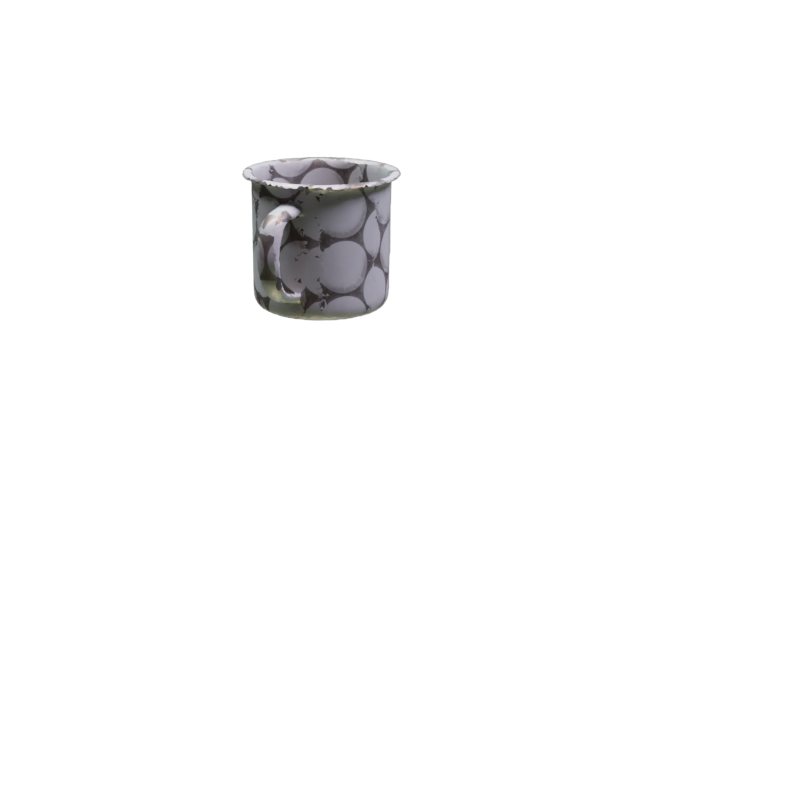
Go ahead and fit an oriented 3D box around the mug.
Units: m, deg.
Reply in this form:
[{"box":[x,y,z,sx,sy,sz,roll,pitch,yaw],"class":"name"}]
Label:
[{"box":[-0.051,-0.093,0.650,0.096,0.078,0.118,7,21,19],"class":"mug"}]
